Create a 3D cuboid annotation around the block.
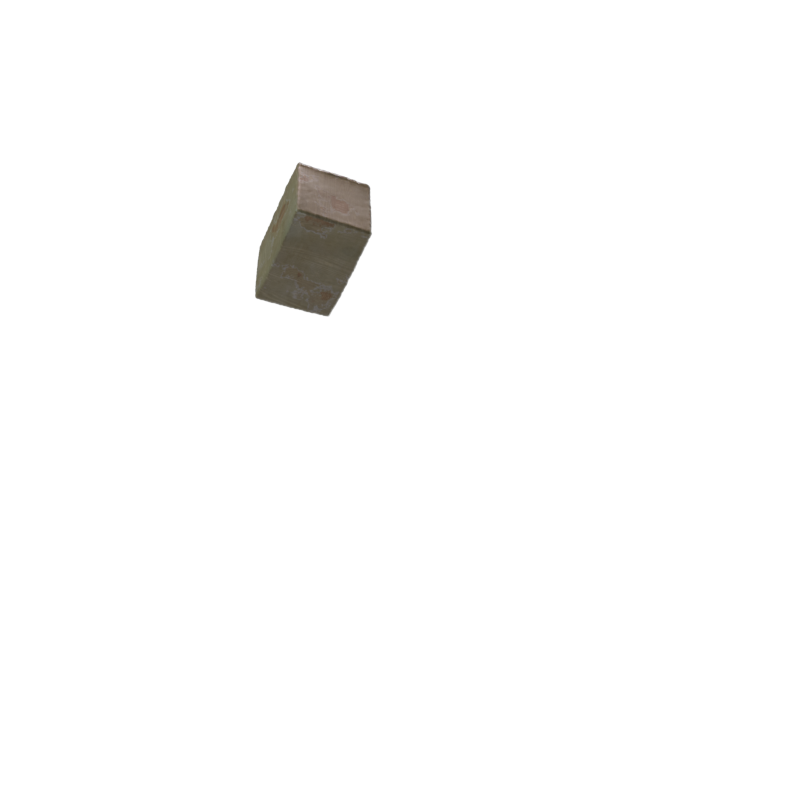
[{"bbox_3d":[-0.056,-0.102,0.717,0.051,0.075,0.055,17,40,-17],"label":"block"}]
